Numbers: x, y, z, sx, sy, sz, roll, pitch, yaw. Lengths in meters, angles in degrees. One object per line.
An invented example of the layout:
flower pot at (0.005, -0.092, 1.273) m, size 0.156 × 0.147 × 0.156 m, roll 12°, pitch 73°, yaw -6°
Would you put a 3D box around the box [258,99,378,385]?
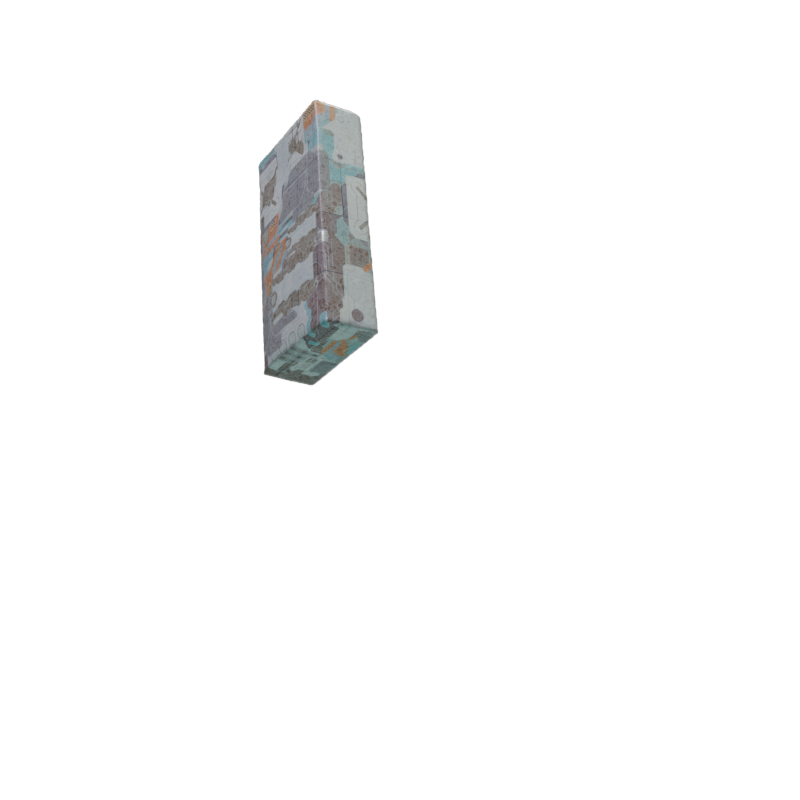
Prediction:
box at (-0.060, -0.110, 0.769) m, size 0.046 × 0.188 × 0.092 m, roll 15°, pitch -33°, yaw -28°
